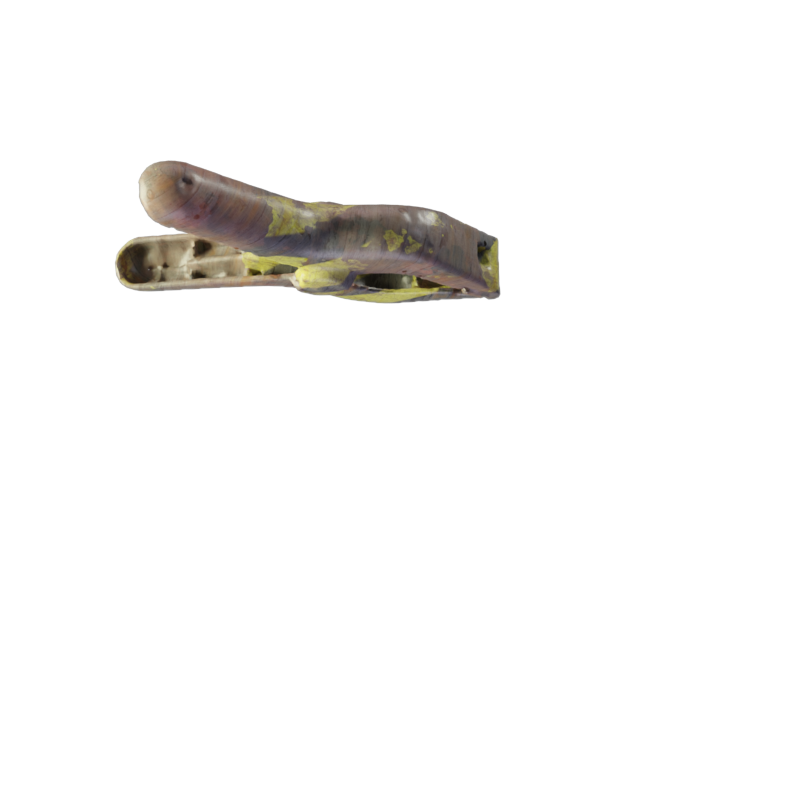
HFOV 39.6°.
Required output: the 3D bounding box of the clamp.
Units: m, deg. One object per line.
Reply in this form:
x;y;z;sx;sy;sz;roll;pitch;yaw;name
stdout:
-0.036;-0.066;0.464;0.170;0.040;0.119;0;-4;-7;clamp
